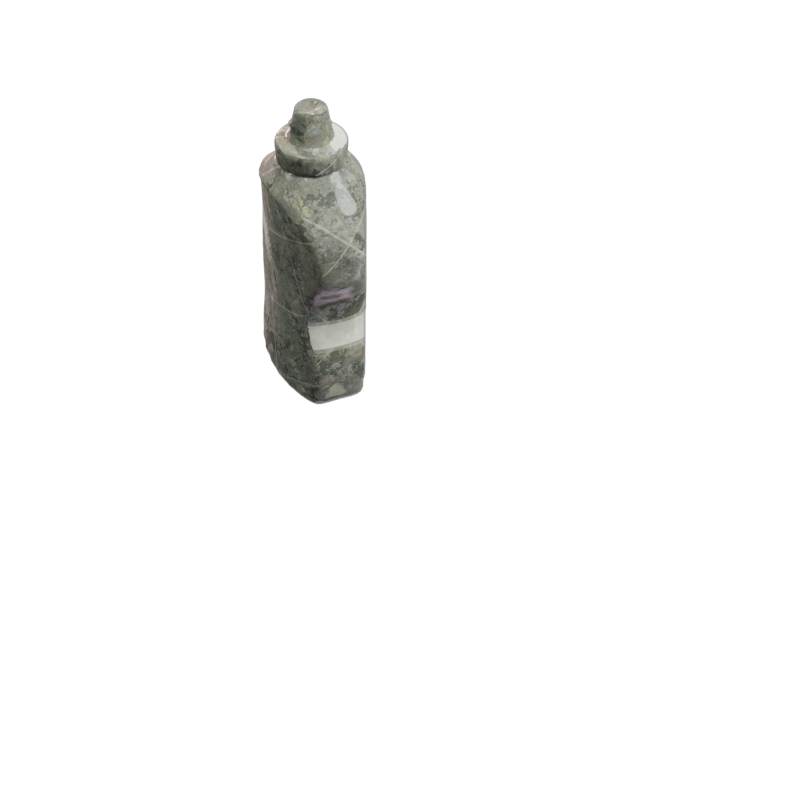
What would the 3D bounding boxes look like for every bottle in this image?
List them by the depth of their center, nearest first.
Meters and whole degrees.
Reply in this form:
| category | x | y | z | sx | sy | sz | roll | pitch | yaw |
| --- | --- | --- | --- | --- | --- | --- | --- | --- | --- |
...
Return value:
| category | x | y | z | sx | sy | sz | roll | pitch | yaw |
| --- | --- | --- | --- | --- | --- | --- | --- | --- | --- |
| bottle | -0.052 | -0.094 | 0.658 | 0.058 | 0.179 | 0.104 | -13 | 46 | -17 |
